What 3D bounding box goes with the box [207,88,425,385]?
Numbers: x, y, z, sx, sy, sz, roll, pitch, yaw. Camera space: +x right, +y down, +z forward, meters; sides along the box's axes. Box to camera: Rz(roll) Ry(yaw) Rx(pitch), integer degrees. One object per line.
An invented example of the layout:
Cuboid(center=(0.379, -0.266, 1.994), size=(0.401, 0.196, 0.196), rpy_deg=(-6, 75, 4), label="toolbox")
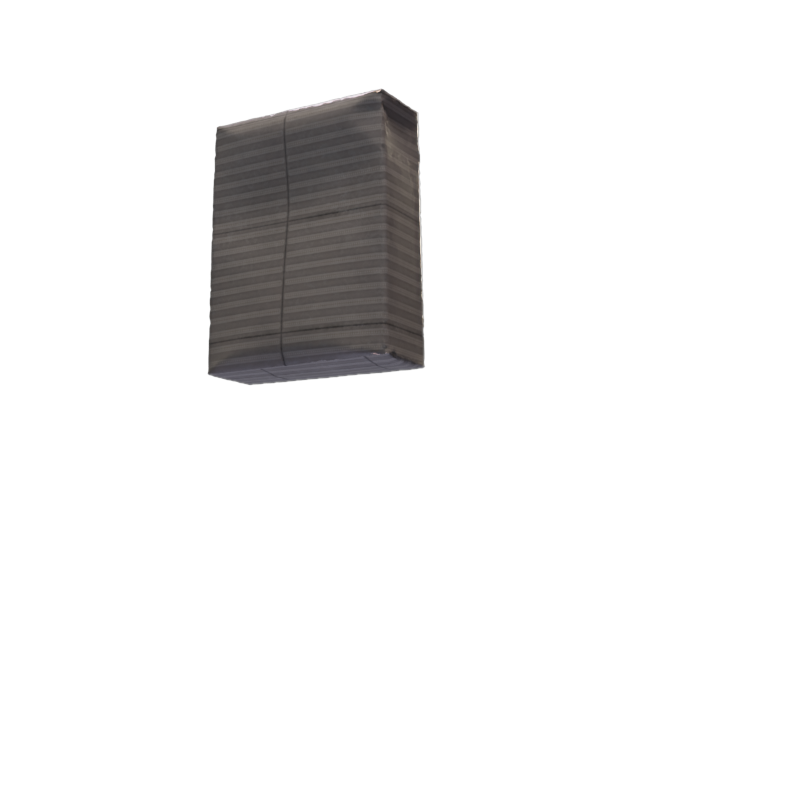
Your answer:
Cuboid(center=(-0.069, -0.127, 0.887), size=(0.168, 0.221, 0.068), rpy_deg=(-7, -16, 28), label="box")
